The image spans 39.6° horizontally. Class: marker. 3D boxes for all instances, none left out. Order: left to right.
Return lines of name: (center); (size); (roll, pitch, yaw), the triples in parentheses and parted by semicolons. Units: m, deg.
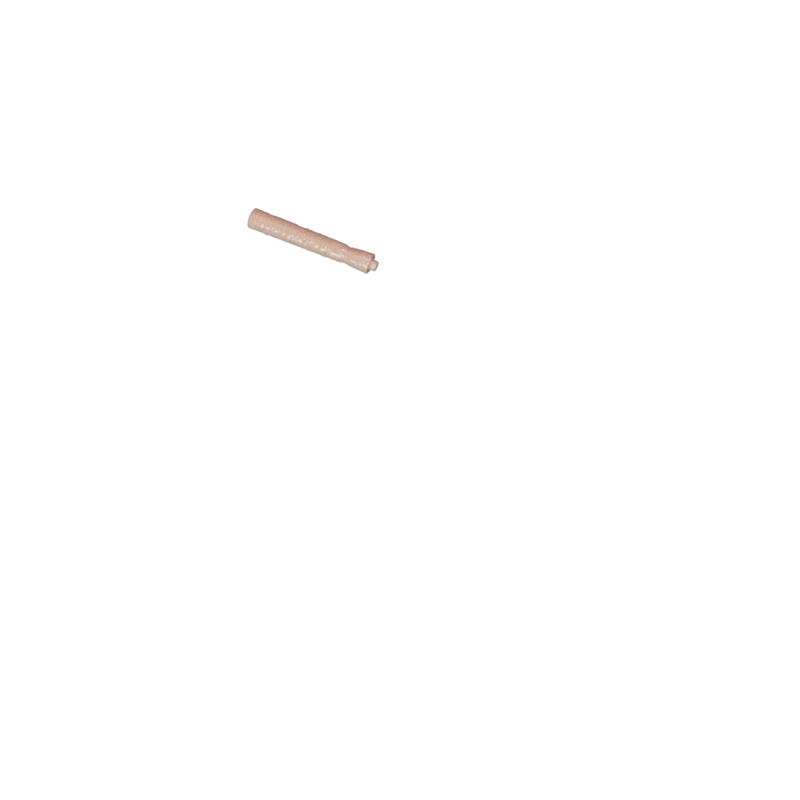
marker: (-0.076, -0.138, 0.969); (0.124, 0.019, 0.019); (23, 8, 13)
